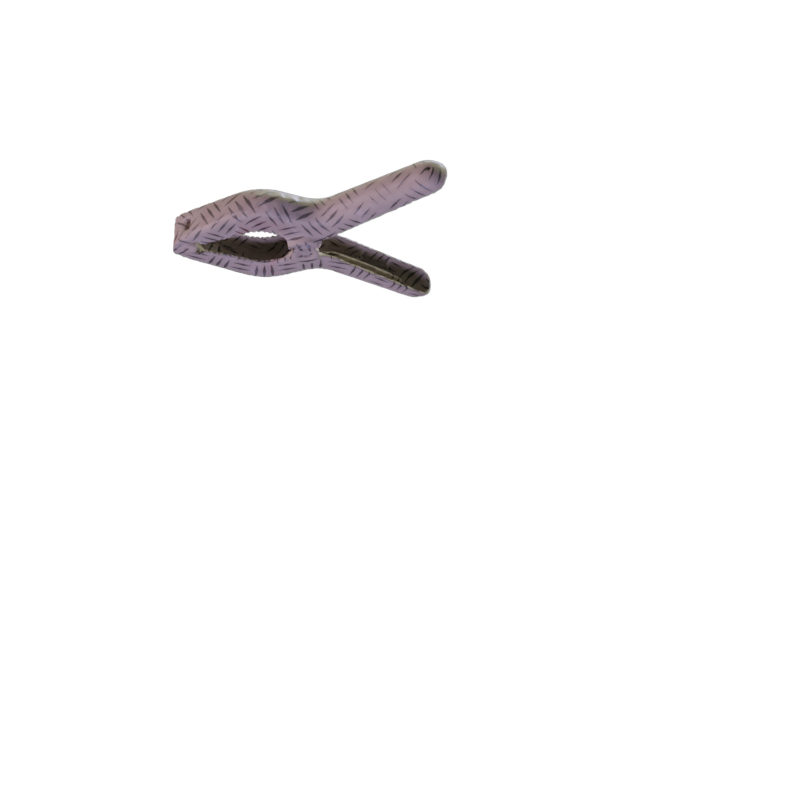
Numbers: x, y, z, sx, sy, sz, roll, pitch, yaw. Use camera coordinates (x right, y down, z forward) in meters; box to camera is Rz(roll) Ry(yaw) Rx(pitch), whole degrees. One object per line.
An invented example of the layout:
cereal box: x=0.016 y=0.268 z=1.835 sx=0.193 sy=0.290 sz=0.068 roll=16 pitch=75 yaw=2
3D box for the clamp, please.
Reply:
clamp: x=-0.067 y=-0.122 z=0.854 sx=0.211 sy=0.039 sz=0.153 roll=-3 pitch=-29 yaw=5
